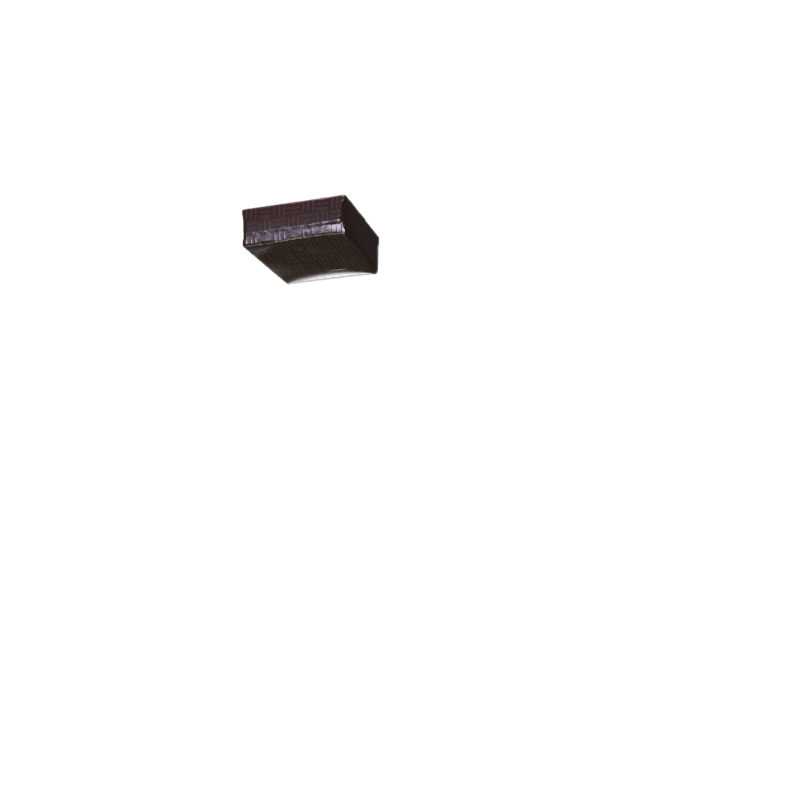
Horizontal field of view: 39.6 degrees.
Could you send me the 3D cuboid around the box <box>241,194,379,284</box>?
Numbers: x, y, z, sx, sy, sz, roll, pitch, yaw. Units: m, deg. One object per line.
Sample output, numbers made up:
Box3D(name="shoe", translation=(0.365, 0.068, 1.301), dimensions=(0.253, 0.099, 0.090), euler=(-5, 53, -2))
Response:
Box3D(name="box", translation=(-0.074, -0.135, 0.943), dimensions=(0.091, 0.041, 0.107), euler=(-4, -16, 15))
